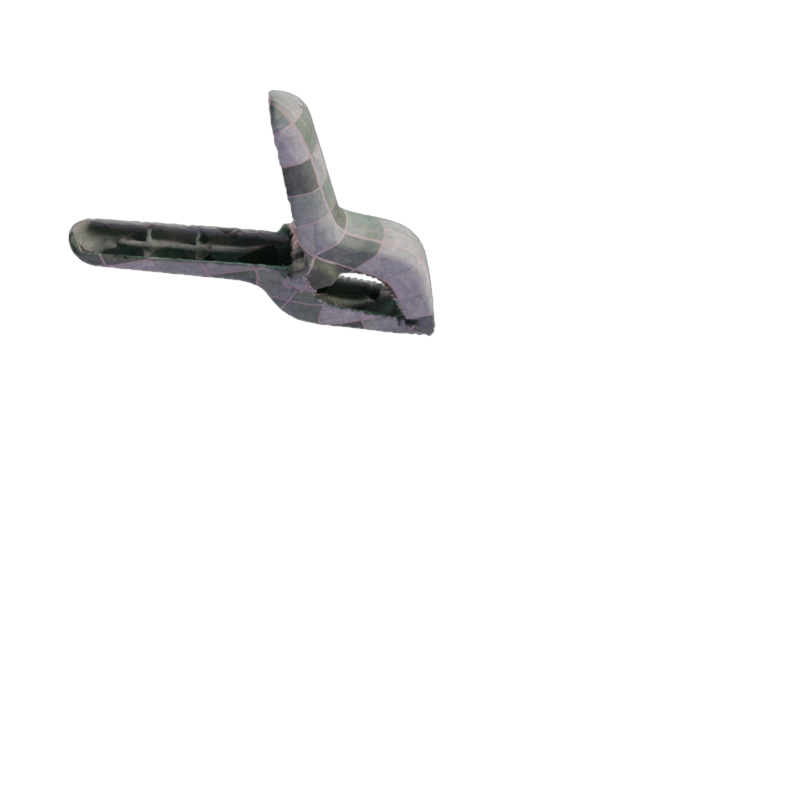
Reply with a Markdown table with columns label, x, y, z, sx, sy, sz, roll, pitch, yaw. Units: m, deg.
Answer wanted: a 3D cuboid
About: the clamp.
| label | x | y | z | sx | sy | sz | roll | pitch | yaw |
| --- | --- | --- | --- | --- | --- | --- | --- | --- | --- |
| clamp | -0.046 | -0.084 | 0.589 | 0.198 | 0.039 | 0.164 | 20 | -33 | -35 |
